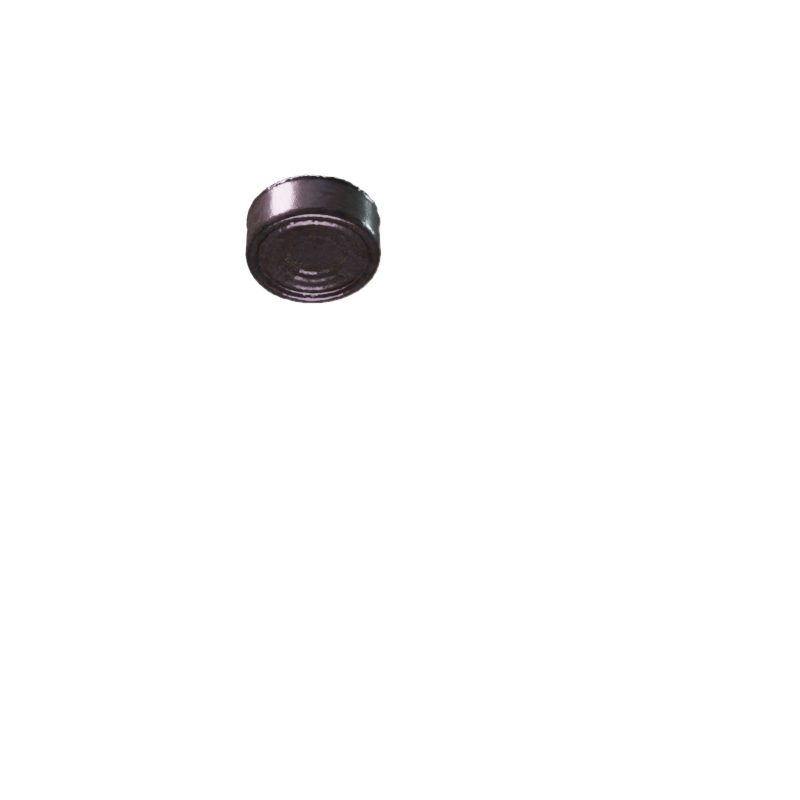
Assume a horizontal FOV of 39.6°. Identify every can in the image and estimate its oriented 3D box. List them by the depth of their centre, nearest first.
[{"bbox_3d":[-0.055,-0.100,0.698,0.086,0.036,0.080,1,-39,-2],"label":"can"}]
